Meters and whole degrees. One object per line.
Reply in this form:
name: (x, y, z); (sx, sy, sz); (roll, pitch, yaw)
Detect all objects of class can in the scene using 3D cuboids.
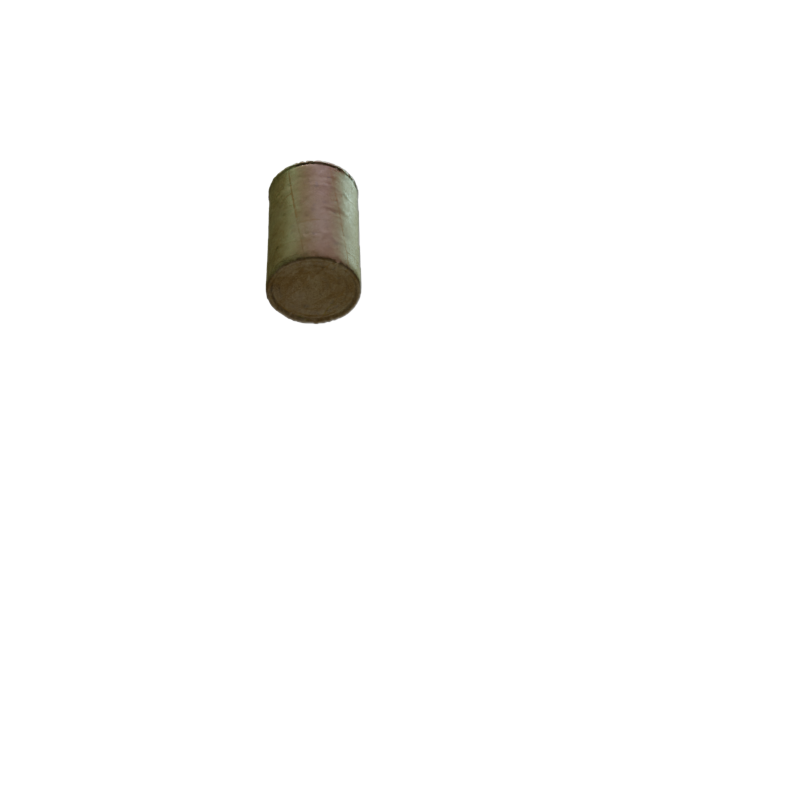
can: (-0.062, -0.114, 0.795); (0.068, 0.110, 0.064); (-1, -42, -3)
